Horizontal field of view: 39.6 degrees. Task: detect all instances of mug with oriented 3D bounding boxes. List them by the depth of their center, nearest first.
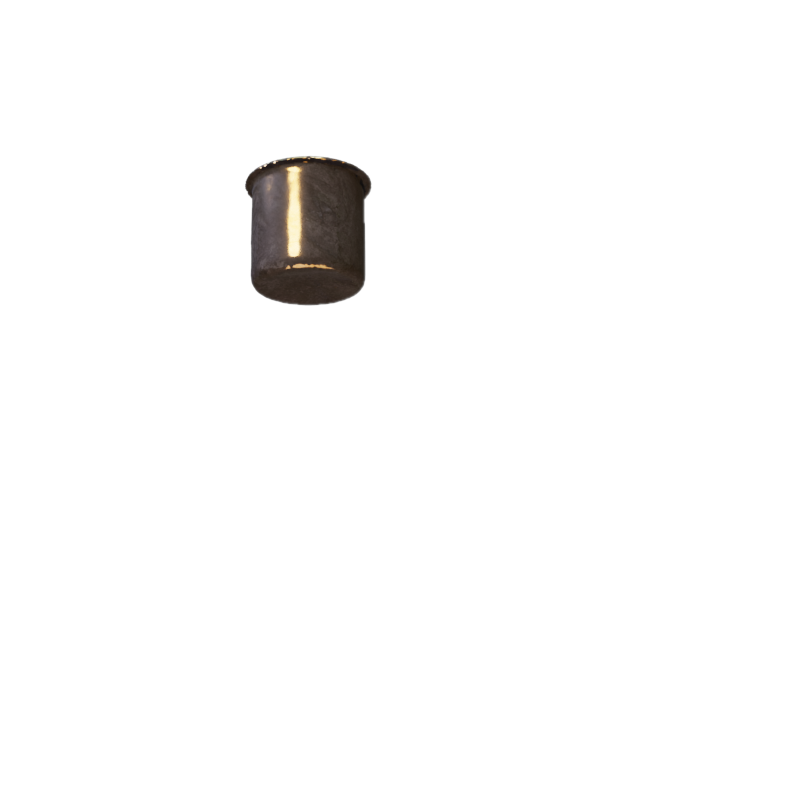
[{"bbox_3d":[-0.063,-0.116,0.809,0.095,0.086,0.110,-6,-19,14],"label":"mug"}]
